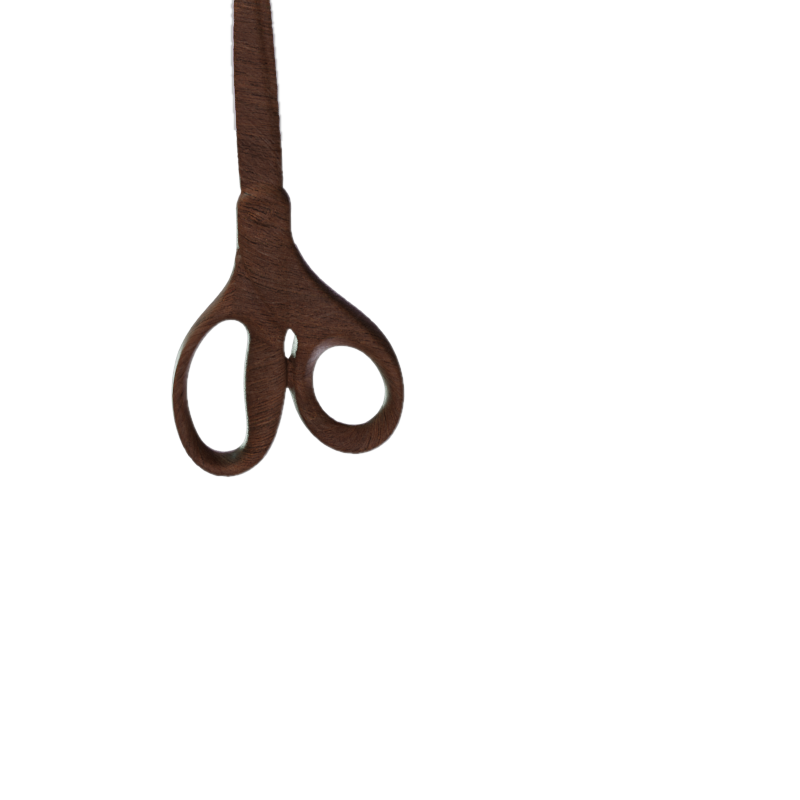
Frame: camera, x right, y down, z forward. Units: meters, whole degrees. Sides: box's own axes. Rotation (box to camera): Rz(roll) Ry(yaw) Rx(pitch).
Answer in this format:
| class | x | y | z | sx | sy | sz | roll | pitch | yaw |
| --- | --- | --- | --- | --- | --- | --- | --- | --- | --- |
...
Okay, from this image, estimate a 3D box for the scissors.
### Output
| class | x | y | z | sx | sy | sz | roll | pitch | yaw |
| --- | --- | --- | --- | --- | --- | --- | --- | --- | --- |
| scissors | -0.031 | -0.056 | 0.394 | 0.095 | 0.194 | 0.017 | 14 | 23 | -6 |
